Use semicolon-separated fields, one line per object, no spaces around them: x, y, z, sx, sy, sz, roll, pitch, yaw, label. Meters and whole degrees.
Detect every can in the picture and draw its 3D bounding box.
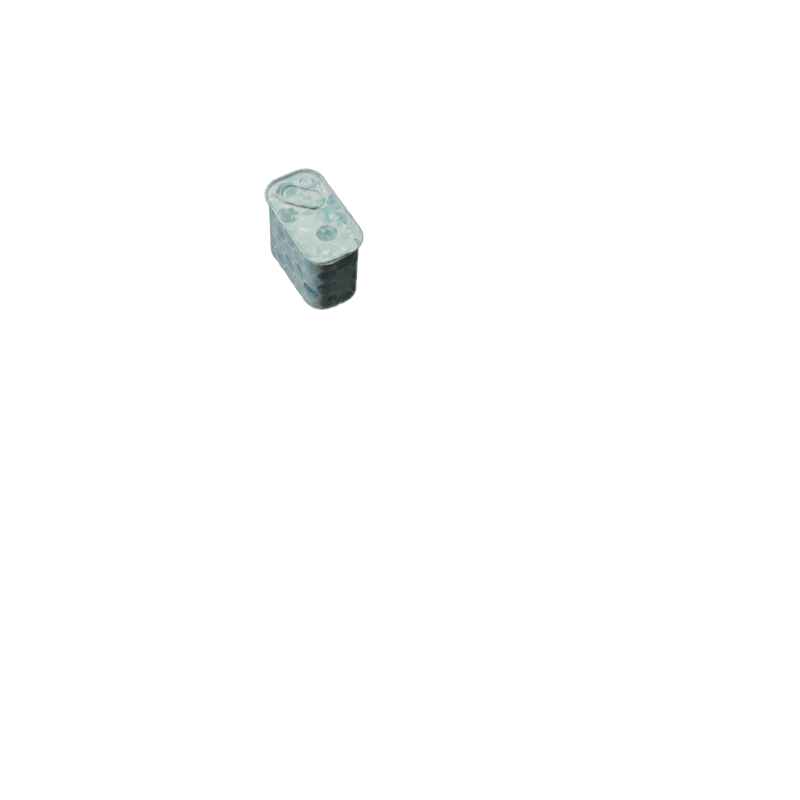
-0.078;-0.142;0.994;0.057;0.109;0.078;-26;-28;-17;can
